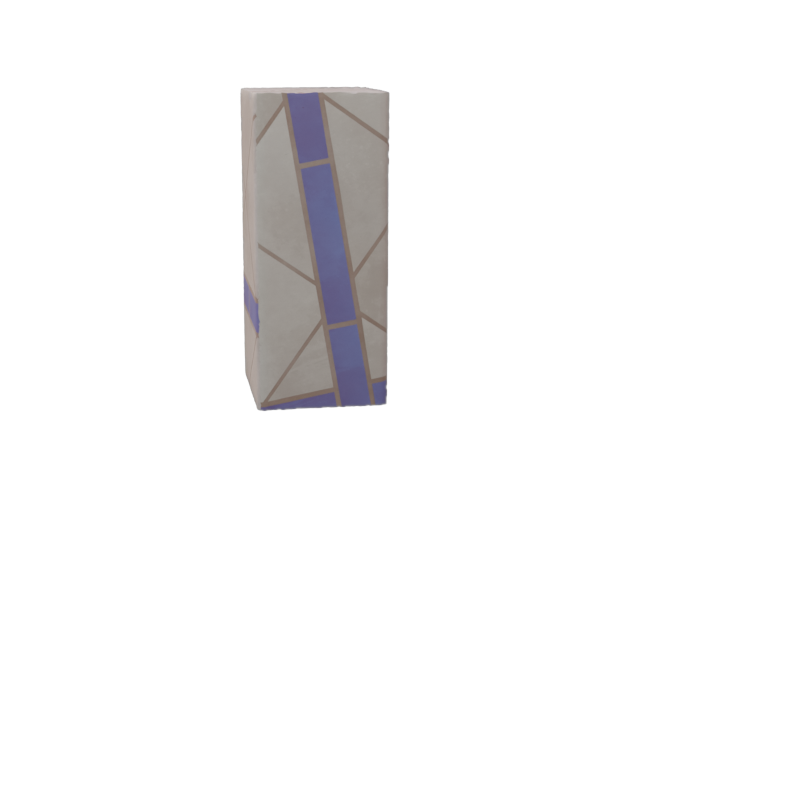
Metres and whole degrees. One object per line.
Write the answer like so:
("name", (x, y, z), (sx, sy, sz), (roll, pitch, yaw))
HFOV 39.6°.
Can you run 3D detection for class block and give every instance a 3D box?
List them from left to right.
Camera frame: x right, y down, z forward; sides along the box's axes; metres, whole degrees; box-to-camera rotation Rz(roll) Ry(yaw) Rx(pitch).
("block", (-0.060, -0.108, 0.753), (0.089, 0.201, 0.094), (-2, 12, -11))
